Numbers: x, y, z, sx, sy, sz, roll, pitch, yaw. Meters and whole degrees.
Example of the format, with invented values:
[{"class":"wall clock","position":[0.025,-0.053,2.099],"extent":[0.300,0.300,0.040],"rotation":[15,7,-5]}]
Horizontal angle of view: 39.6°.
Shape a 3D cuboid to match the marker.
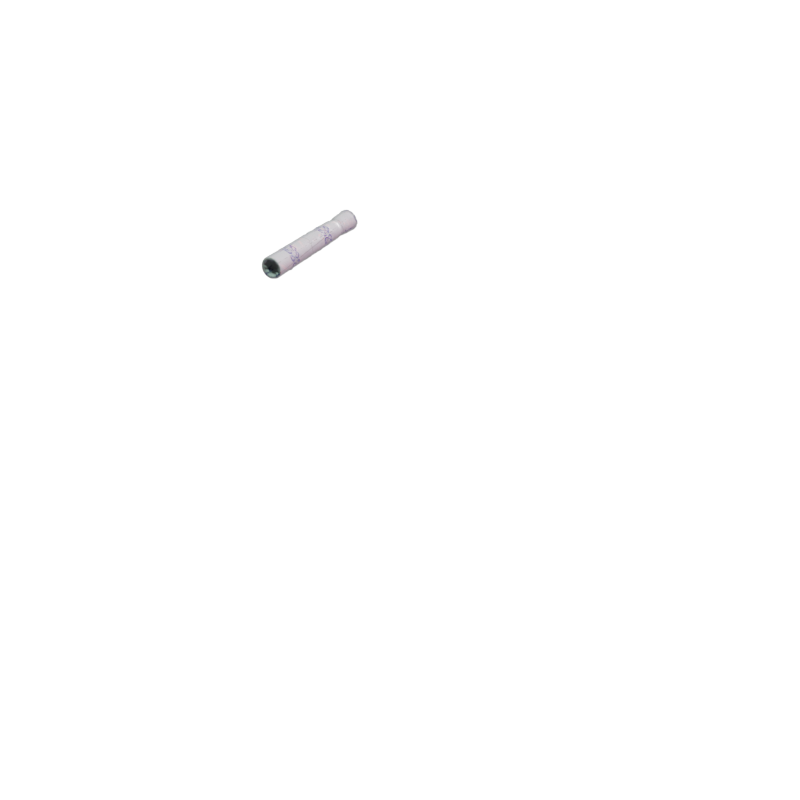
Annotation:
[{"class":"marker","position":[-0.072,-0.131,0.916],"extent":[0.020,0.019,0.122],"rotation":[2,27,32]}]
